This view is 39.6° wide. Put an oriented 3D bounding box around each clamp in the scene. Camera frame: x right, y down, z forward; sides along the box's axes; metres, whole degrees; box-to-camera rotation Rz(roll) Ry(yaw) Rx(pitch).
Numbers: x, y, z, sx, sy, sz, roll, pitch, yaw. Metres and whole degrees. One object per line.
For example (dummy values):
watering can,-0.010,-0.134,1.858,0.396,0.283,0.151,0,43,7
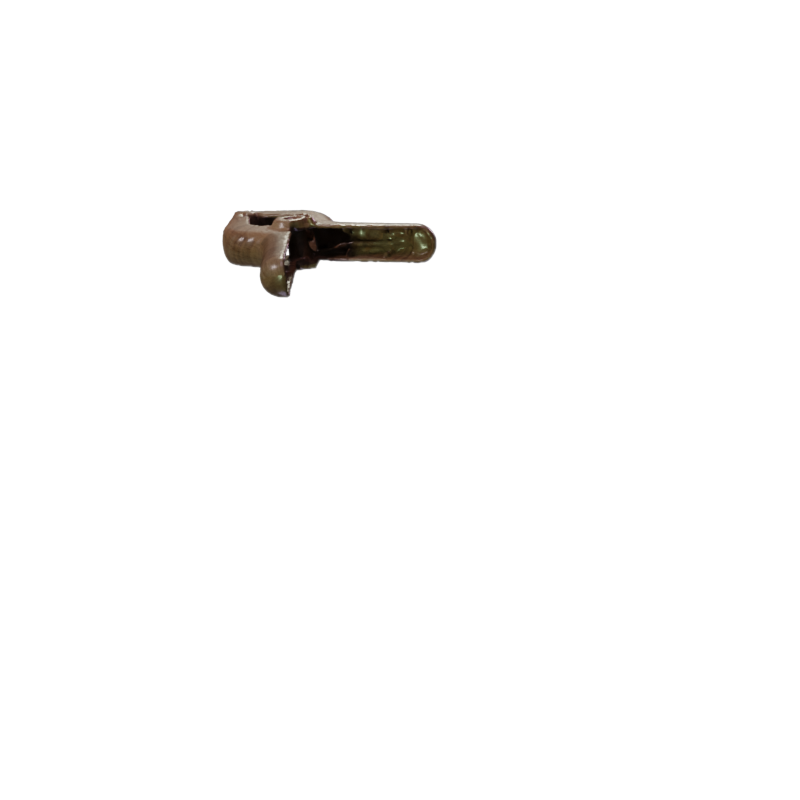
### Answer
clamp,-0.058,-0.105,0.738,0.117,0.038,0.182,-8,21,-22
